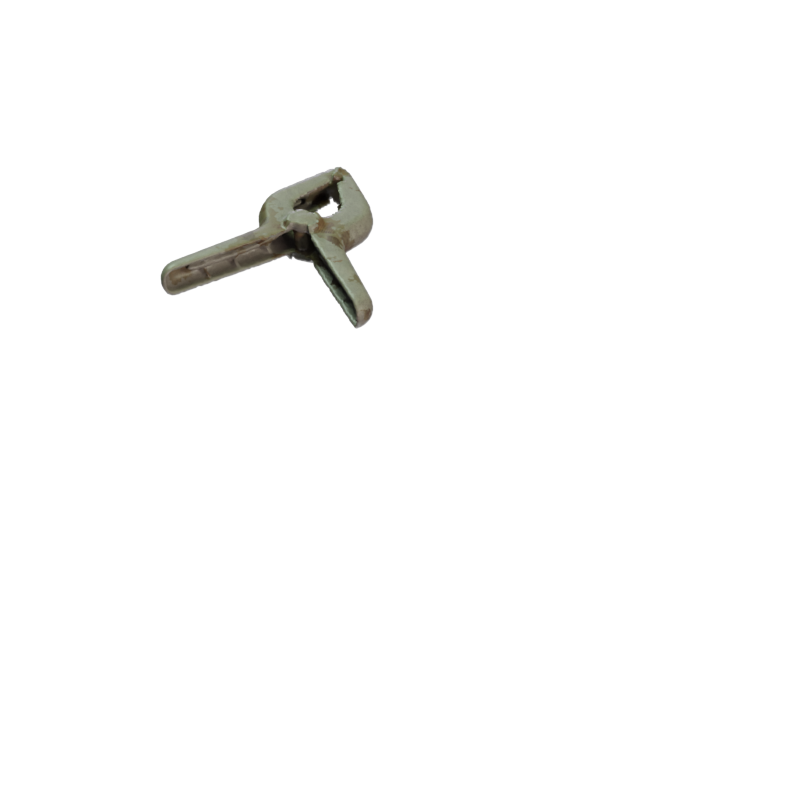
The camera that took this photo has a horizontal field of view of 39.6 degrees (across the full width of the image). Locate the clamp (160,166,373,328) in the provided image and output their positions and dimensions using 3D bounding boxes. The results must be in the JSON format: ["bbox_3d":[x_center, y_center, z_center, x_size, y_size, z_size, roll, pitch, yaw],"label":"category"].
[{"bbox_3d":[-0.069,-0.126,0.884,0.171,0.034,0.216,14,39,19],"label":"clamp"}]
